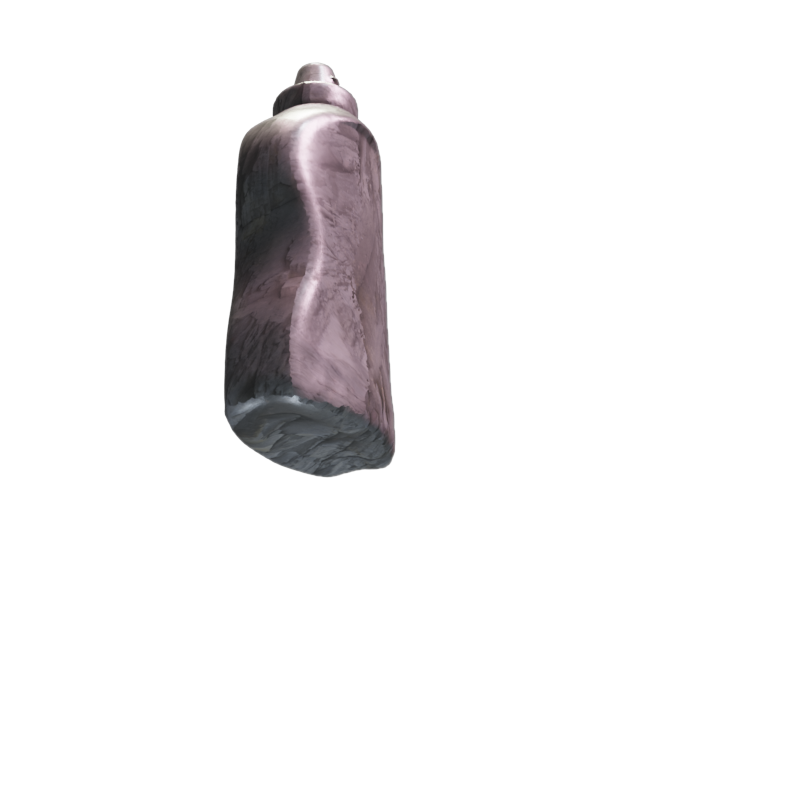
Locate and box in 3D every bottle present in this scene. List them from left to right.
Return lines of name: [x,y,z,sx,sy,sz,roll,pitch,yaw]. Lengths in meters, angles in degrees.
bottle: [-0.038,-0.071,0.495,0.059,0.204,0.089,-15,-31,22]
